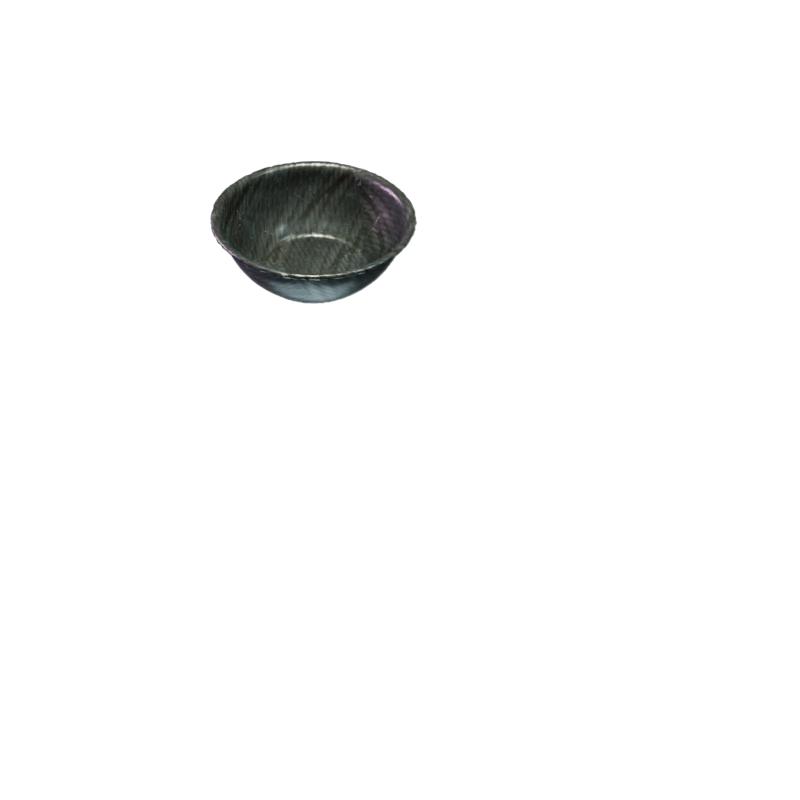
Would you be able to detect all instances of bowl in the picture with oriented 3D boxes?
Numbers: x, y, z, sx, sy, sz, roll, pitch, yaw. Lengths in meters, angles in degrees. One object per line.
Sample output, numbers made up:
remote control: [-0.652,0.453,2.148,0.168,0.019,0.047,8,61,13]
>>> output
bowl: [-0.069,-0.126,0.886,0.162,0.051,0.174,-1,41,-2]
